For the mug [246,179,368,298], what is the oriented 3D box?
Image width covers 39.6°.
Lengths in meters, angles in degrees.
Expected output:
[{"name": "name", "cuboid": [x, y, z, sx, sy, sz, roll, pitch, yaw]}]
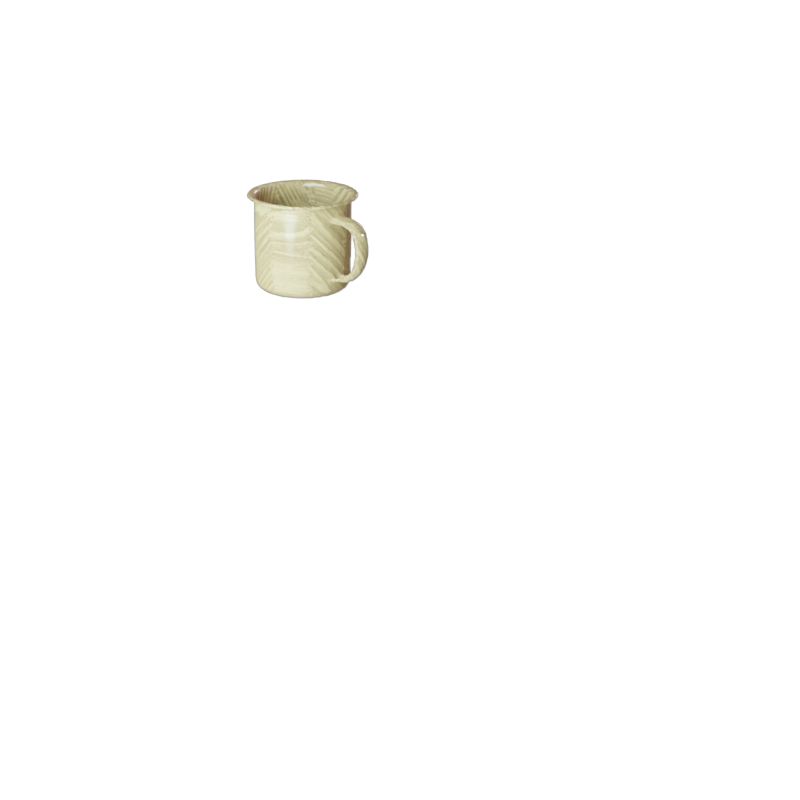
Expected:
[{"name": "mug", "cuboid": [-0.073, -0.133, 0.930, 0.124, 0.078, 0.092, 18, 28, 36]}]
